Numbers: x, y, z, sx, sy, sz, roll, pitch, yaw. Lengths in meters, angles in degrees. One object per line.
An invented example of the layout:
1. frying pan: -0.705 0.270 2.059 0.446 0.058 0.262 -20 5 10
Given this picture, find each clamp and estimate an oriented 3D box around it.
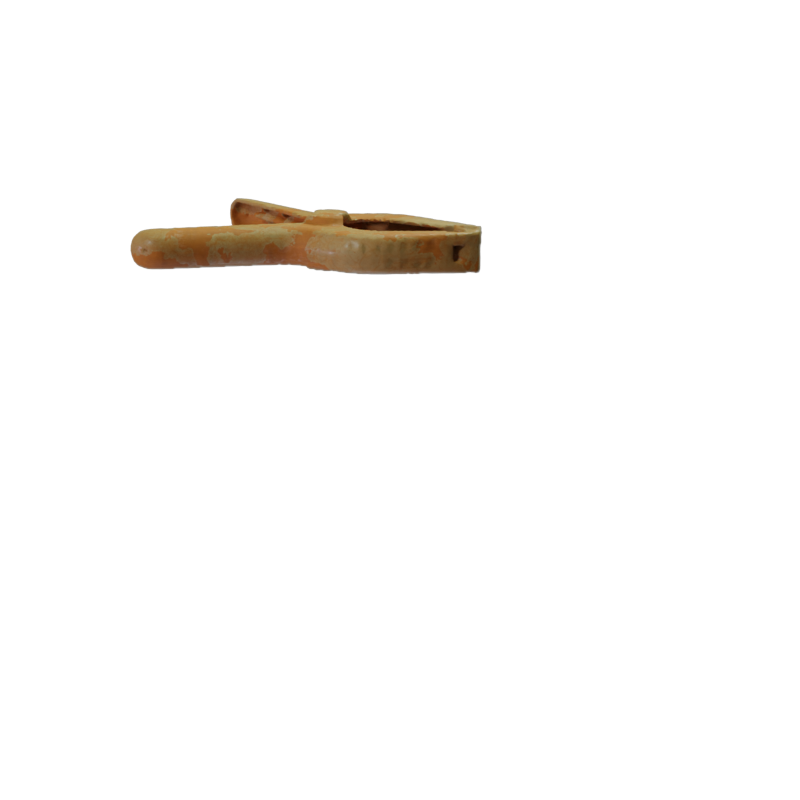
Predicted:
1. clamp: -0.056 -0.102 0.711 0.218 0.035 0.165 8 20 23
